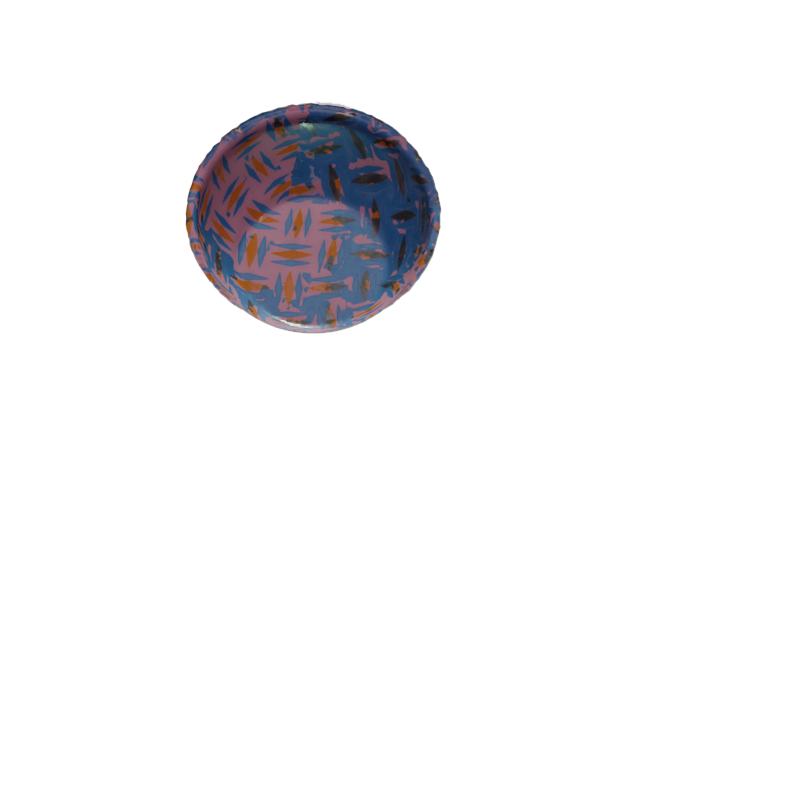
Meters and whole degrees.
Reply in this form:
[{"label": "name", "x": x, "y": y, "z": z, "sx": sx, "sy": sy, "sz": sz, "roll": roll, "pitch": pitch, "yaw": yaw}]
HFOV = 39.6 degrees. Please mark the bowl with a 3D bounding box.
[{"label": "bowl", "x": -0.053, "y": -0.097, "z": 0.680, "sx": 0.162, "sy": 0.152, "sz": 0.059, "roll": 1, "pitch": 32, "yaw": -1}]
